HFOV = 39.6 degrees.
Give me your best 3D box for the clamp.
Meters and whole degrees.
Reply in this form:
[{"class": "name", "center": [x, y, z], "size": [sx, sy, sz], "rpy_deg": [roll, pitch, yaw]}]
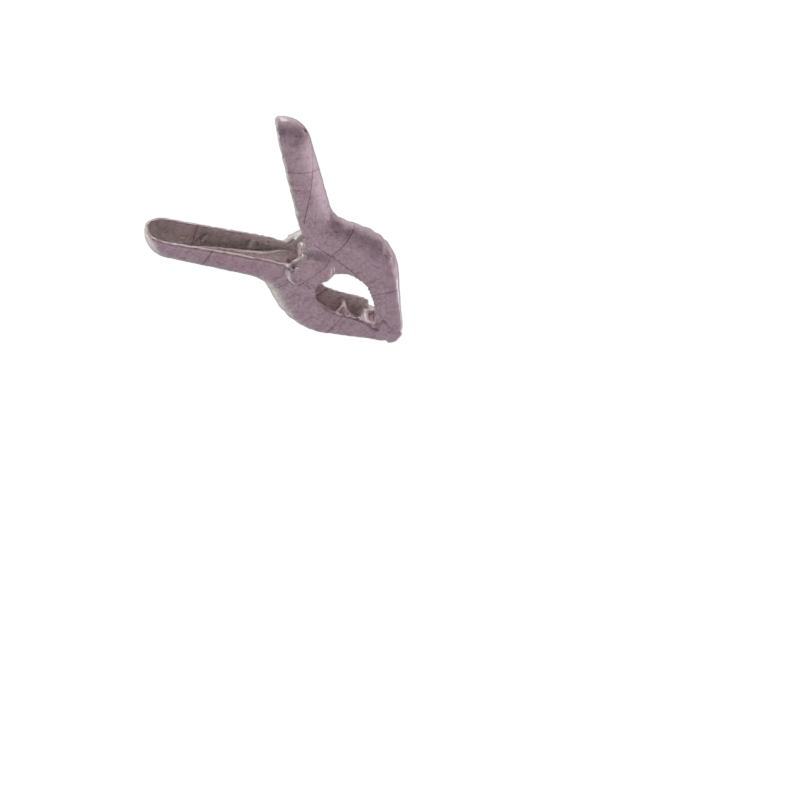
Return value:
[{"class": "clamp", "center": [-0.052, -0.094, 0.660], "size": [0.162, 0.042, 0.118], "rpy_deg": [28, -48, -29]}]
